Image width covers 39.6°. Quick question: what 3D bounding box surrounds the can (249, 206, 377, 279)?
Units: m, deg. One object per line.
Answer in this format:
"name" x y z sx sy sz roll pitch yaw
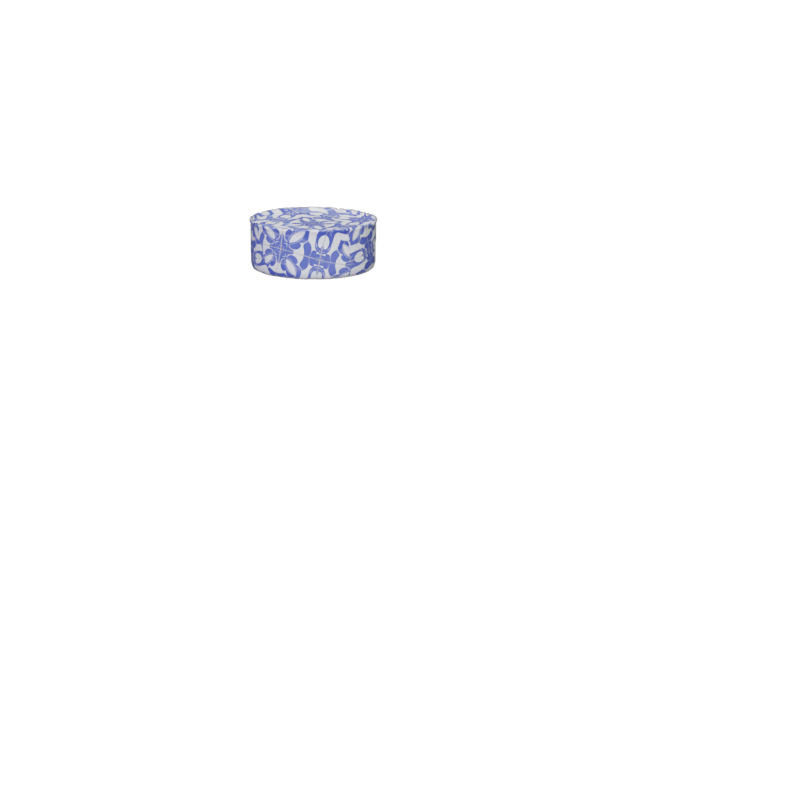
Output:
"can" -0.058 -0.106 0.746 0.086 0.032 0.089 -1 18 -2
